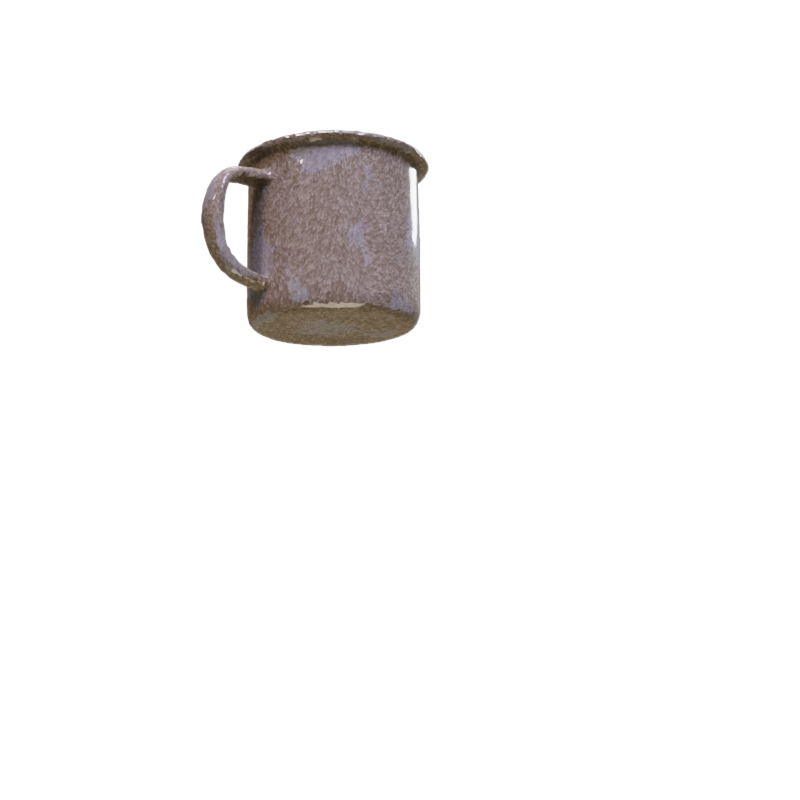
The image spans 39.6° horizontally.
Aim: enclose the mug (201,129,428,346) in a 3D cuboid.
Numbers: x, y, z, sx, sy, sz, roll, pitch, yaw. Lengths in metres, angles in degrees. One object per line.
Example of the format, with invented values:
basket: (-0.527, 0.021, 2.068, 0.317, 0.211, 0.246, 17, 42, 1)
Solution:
mug: (-0.041, -0.075, 0.523, 0.111, 0.085, 0.094, 11, -18, -39)
